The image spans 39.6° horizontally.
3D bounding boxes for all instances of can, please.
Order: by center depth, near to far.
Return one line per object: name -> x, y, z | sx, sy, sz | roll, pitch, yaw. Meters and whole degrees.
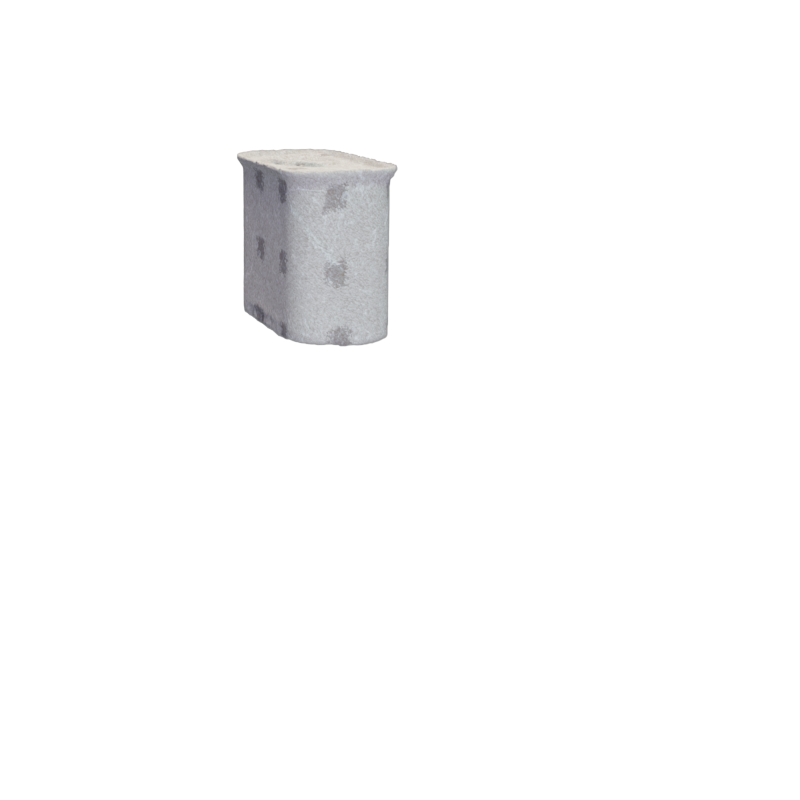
can -> -0.043, -0.079, 0.553 | 0.056, 0.081, 0.108 | -5, 16, -24
